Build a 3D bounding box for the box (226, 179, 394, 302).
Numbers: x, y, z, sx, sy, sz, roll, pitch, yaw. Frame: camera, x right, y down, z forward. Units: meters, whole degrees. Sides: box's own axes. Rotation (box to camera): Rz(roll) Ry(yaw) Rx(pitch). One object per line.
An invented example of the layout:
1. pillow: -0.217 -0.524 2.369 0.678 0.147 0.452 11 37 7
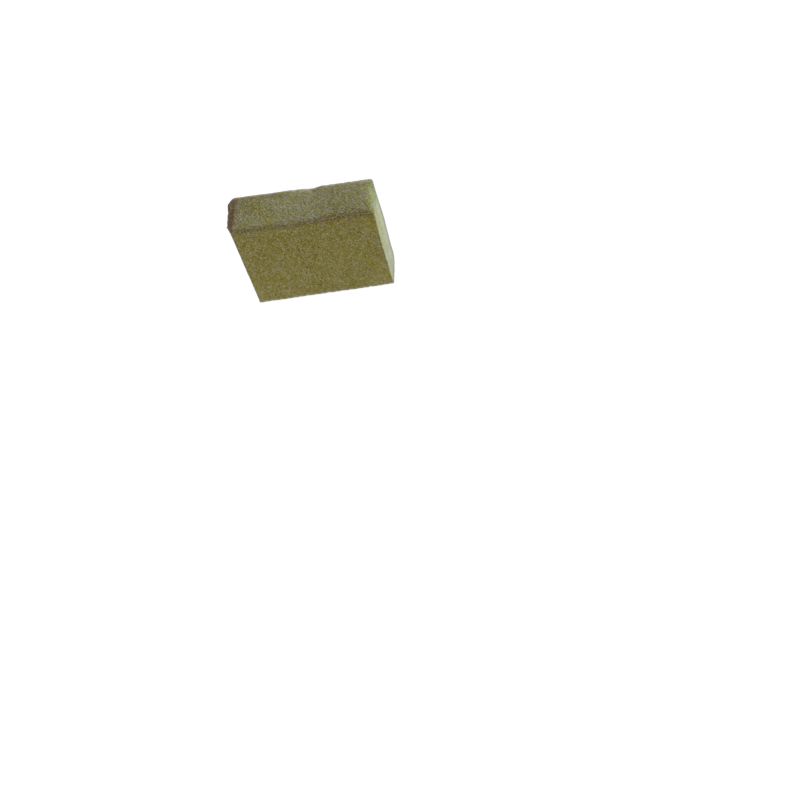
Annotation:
1. box: -0.053 -0.096 0.672 0.090 0.032 0.068 -6 -33 9
